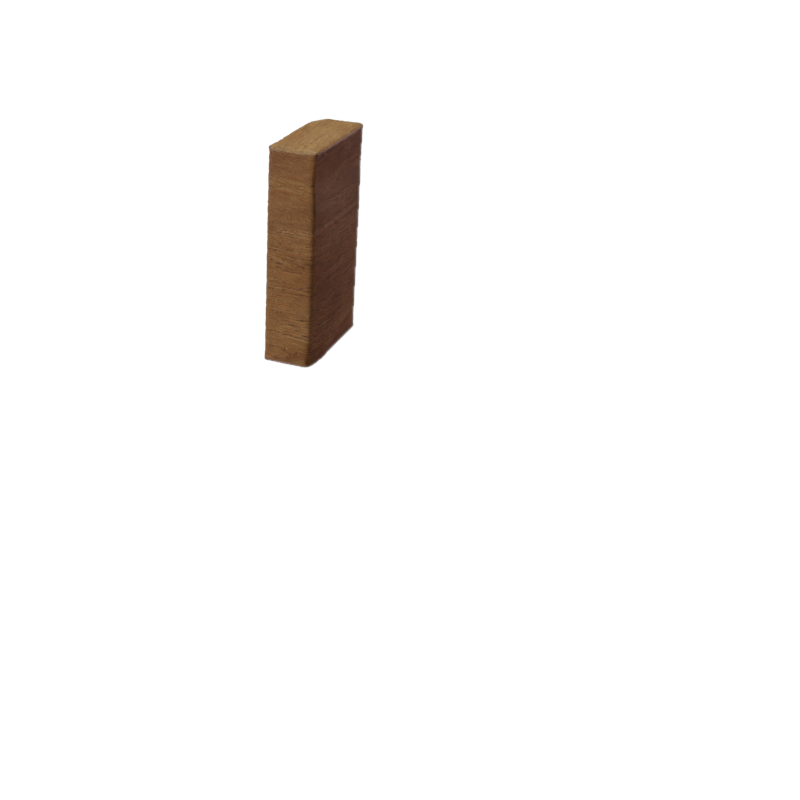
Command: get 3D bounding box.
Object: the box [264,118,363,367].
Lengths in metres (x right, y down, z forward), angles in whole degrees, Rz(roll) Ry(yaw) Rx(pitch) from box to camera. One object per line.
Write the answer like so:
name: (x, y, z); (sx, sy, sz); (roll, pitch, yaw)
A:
box: (-0.068, -0.123, 0.862); (0.050, 0.168, 0.095); (9, 24, 19)
